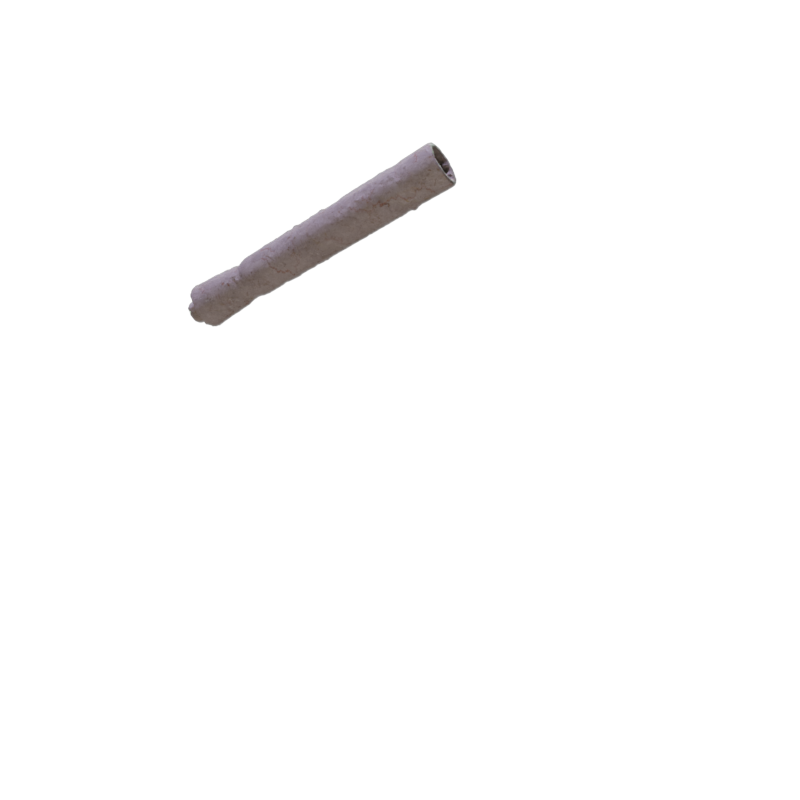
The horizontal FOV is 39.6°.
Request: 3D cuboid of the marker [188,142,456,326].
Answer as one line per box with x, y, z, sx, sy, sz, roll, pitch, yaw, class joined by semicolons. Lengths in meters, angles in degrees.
-0.034;-0.062;0.433;0.121;0.020;0.019;-28;-7;21;marker
